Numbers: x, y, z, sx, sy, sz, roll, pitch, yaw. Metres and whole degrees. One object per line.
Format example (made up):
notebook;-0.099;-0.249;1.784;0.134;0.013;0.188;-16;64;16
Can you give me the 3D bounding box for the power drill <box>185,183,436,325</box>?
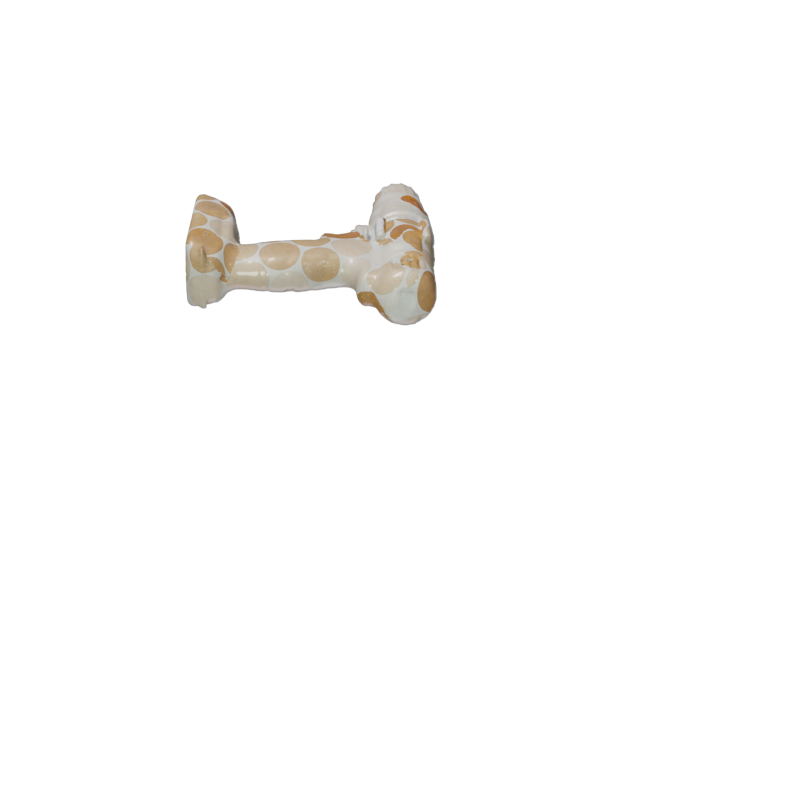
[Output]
power drill;-0.067;-0.122;0.854;0.188;0.054;0.195;0;31;-1
